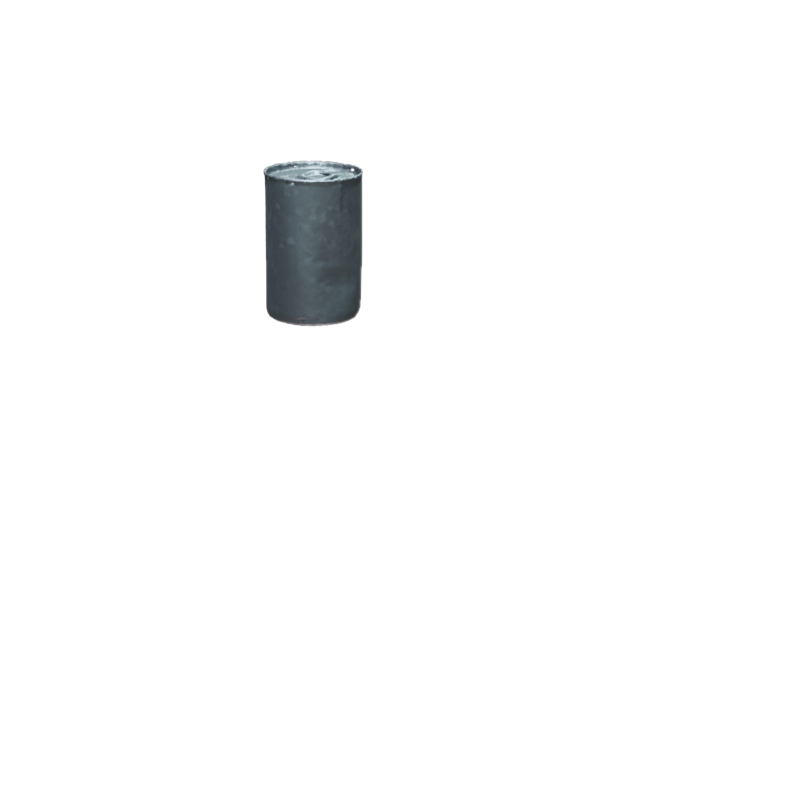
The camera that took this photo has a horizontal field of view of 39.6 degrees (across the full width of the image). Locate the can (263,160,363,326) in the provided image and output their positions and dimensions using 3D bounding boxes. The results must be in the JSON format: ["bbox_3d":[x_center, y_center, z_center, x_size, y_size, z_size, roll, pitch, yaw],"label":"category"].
[{"bbox_3d":[-0.060,-0.110,0.768,0.068,0.098,0.071,0,18,-2],"label":"can"}]
